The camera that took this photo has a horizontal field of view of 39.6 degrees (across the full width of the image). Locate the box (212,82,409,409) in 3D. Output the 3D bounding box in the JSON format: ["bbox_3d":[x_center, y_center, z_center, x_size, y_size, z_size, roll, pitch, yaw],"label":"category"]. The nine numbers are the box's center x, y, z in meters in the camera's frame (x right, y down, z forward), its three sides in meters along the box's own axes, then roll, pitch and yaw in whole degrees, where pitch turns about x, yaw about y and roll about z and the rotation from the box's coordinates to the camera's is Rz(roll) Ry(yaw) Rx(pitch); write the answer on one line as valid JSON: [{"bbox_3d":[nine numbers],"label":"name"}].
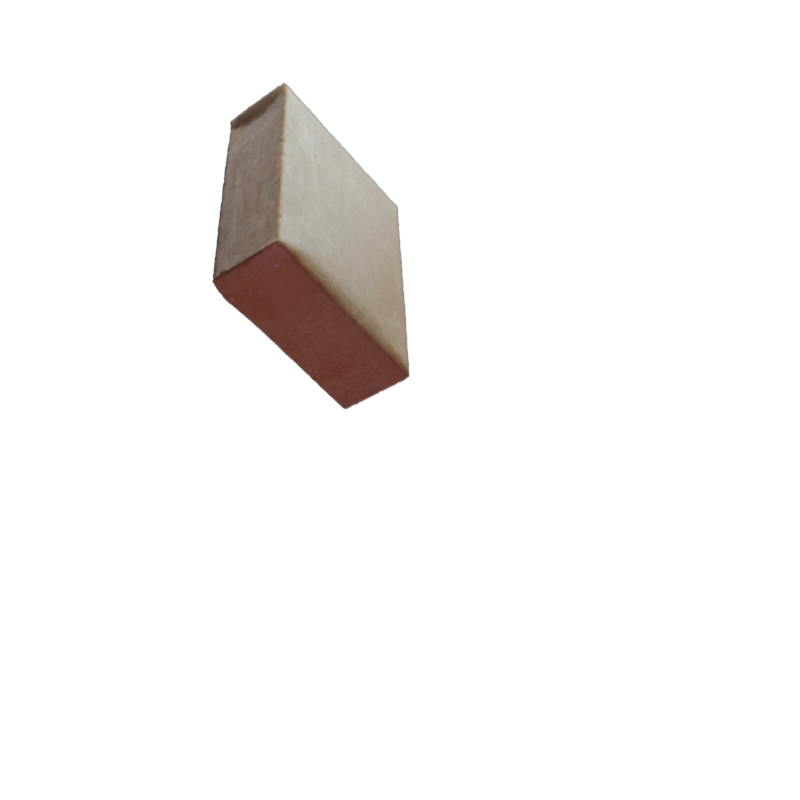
[{"bbox_3d":[-0.069,-0.126,0.879,0.072,0.229,0.153,-30,-53,22],"label":"box"}]
